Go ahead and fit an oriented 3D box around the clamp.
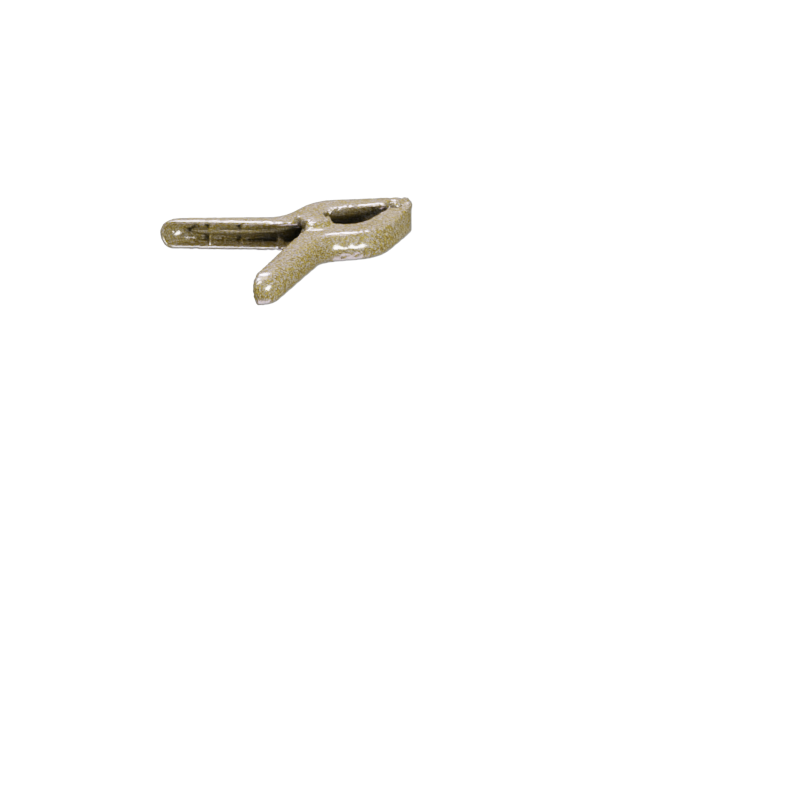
[{"bbox_3d":[-0.071,-0.129,0.904,0.206,0.034,0.177,-14,31,-25],"label":"clamp"}]
